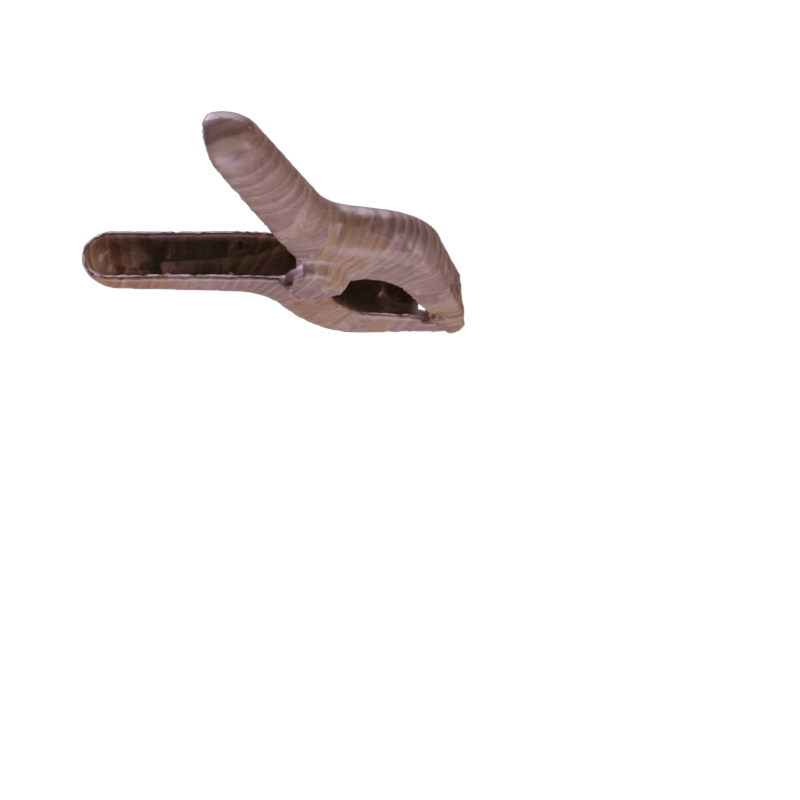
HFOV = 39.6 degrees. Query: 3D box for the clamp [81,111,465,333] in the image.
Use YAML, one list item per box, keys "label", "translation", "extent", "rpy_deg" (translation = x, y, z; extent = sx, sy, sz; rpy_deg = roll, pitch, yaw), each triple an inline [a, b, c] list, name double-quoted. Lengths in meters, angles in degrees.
- label: "clamp"
  translation: [-0.037, -0.067, 0.467]
  extent: [0.165, 0.041, 0.119]
  rpy_deg: [9, -21, -25]
